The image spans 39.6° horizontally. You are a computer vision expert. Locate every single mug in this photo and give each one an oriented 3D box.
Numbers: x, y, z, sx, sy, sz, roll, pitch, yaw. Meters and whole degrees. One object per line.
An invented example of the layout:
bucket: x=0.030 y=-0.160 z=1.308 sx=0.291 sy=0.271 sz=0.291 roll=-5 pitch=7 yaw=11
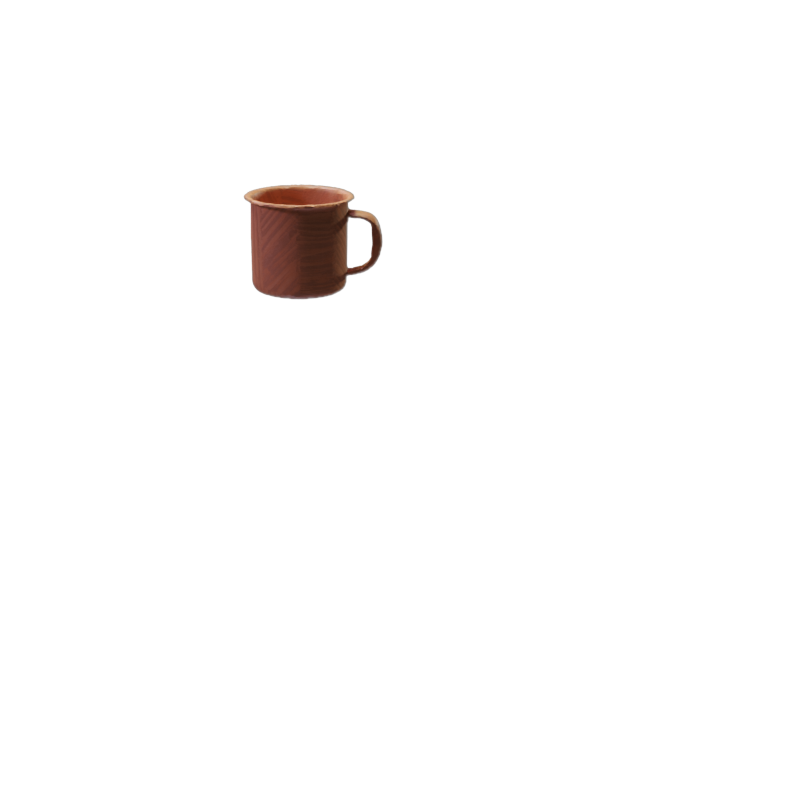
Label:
mug: x=-0.074 y=-0.134 z=0.941 sx=0.118 sy=0.079 sz=0.096 roll=1 pitch=18 yaw=3
